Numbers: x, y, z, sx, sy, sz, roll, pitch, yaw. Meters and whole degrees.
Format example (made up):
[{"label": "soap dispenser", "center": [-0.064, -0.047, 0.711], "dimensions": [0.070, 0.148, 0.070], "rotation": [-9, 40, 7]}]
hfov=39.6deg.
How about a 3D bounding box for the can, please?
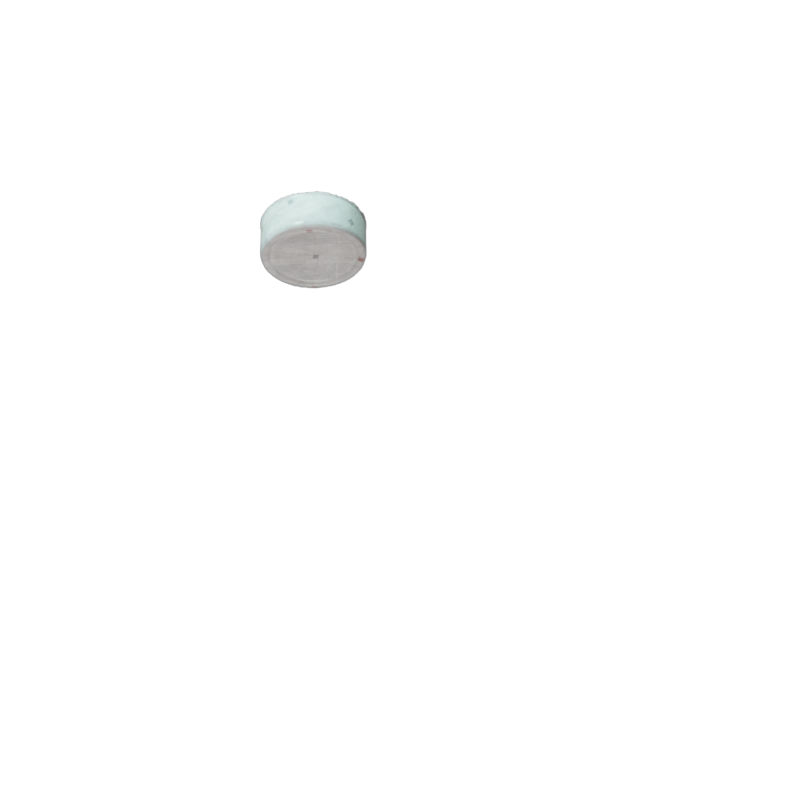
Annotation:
[{"label": "can", "center": [-0.069, -0.126, 0.881], "dimensions": [0.086, 0.036, 0.080], "rotation": [1, -33, -2]}]
